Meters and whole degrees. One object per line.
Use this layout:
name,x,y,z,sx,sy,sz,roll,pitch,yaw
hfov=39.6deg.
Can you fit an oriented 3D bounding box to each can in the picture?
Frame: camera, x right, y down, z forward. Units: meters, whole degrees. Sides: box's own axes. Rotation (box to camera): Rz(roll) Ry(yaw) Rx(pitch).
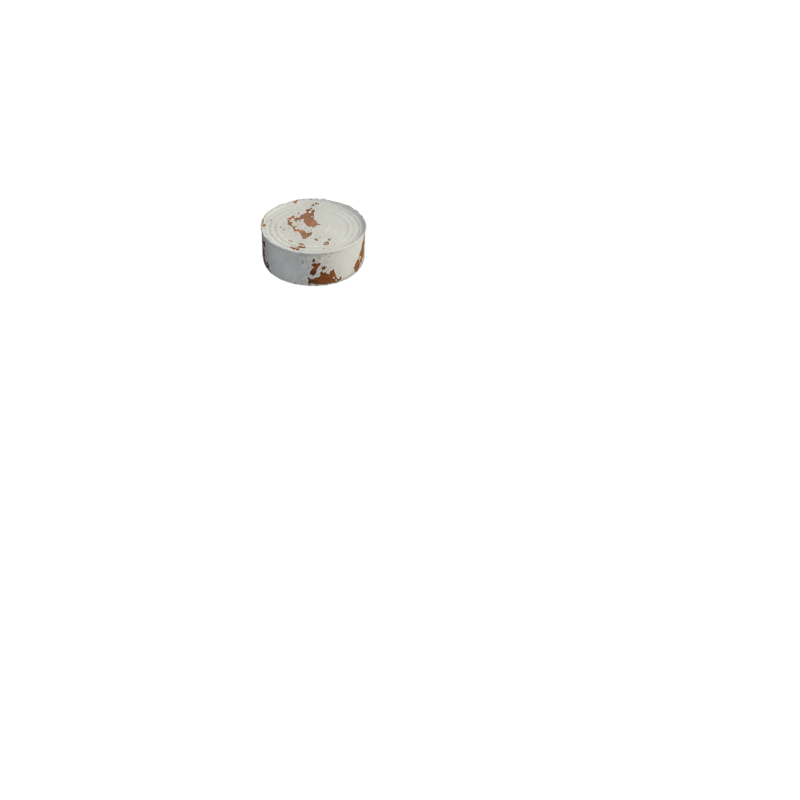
can,-0.071,-0.129,0.906,0.086,0.031,0.092,-1,37,-2
